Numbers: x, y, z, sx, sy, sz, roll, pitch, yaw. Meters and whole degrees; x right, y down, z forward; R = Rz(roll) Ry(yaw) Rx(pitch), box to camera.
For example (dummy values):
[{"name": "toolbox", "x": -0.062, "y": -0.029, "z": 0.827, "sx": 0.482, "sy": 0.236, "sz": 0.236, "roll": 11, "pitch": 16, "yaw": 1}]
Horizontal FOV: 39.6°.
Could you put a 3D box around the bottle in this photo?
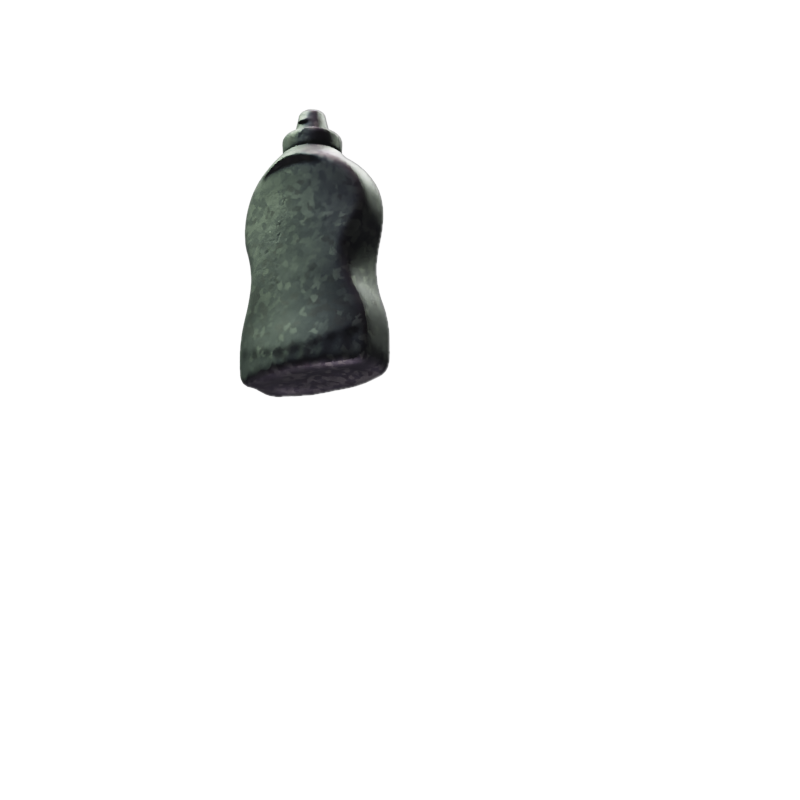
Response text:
[{"name": "bottle", "x": -0.057, "y": -0.104, "z": 0.724, "sx": 0.097, "sy": 0.202, "sz": 0.054, "roll": -15, "pitch": -27, "yaw": 29}]
